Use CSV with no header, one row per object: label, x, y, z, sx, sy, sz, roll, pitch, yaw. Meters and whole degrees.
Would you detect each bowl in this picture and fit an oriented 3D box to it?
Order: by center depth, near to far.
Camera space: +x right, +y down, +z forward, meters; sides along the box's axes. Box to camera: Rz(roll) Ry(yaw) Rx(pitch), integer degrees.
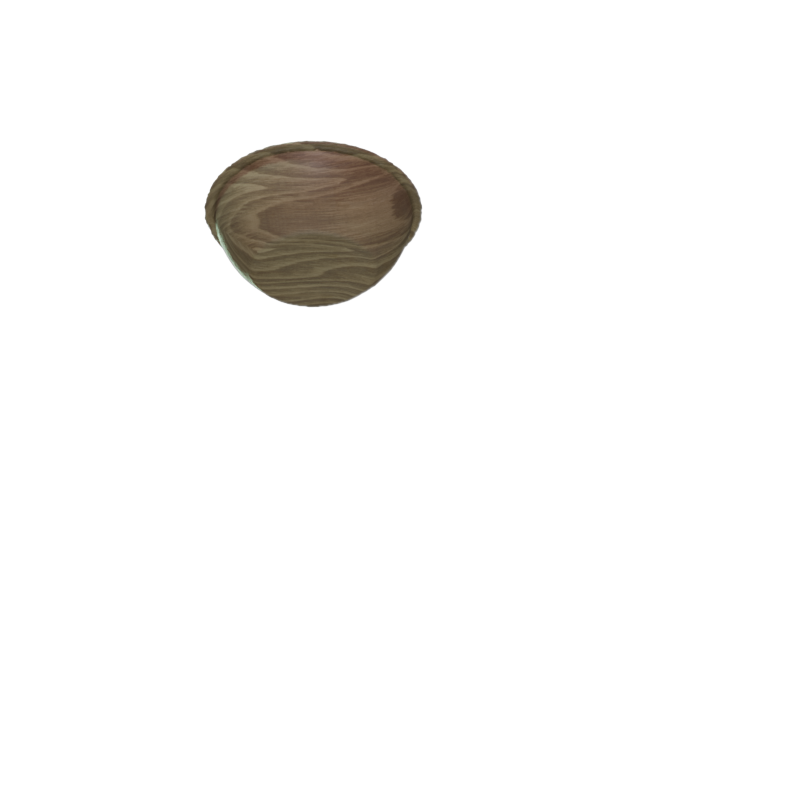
bowl,-0.063,-0.116,0.809,0.162,0.059,0.152,1,-33,-2
